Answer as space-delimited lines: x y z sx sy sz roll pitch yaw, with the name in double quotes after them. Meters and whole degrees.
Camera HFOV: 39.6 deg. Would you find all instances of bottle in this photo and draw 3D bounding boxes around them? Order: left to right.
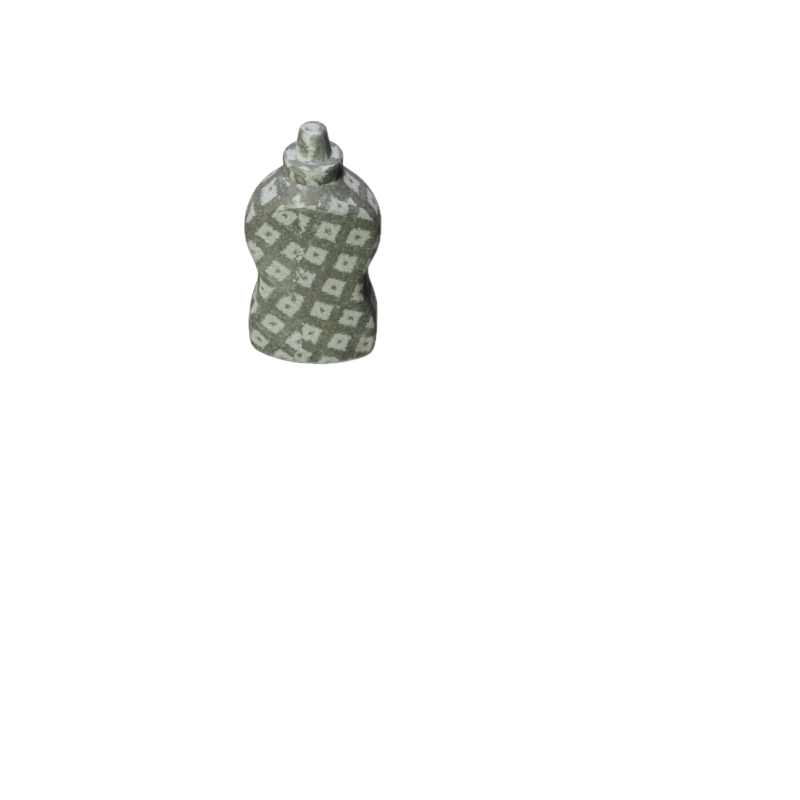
-0.062 -0.112 0.788 0.097 0.179 0.062 5 41 3 "bottle"
